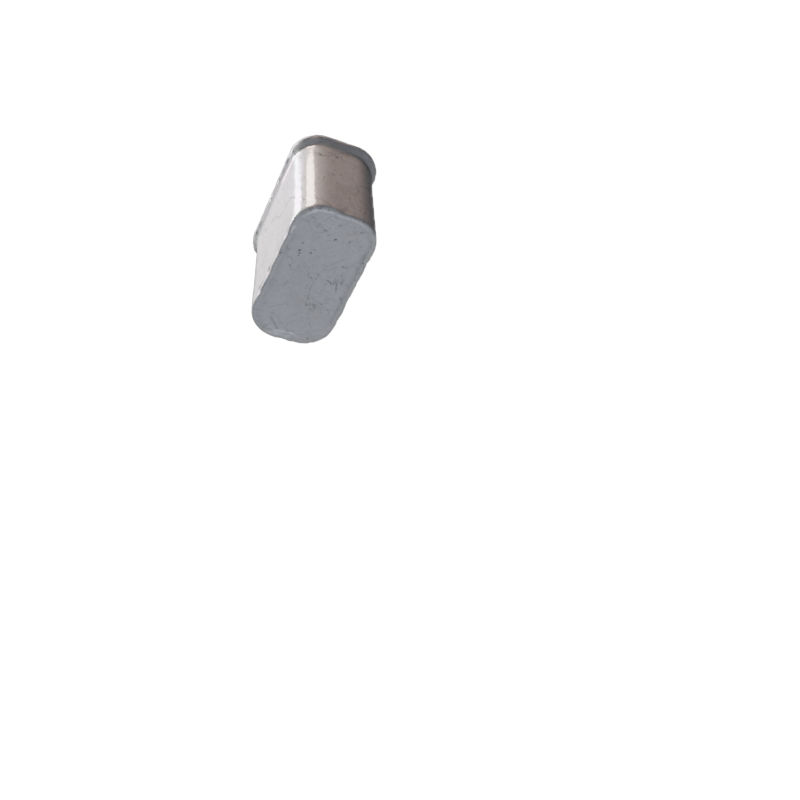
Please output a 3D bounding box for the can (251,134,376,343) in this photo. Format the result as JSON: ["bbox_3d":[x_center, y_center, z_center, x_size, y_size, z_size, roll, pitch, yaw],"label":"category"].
[{"bbox_3d":[-0.053,-0.097,0.679,0.056,0.098,0.090,18,34,-16],"label":"can"}]
